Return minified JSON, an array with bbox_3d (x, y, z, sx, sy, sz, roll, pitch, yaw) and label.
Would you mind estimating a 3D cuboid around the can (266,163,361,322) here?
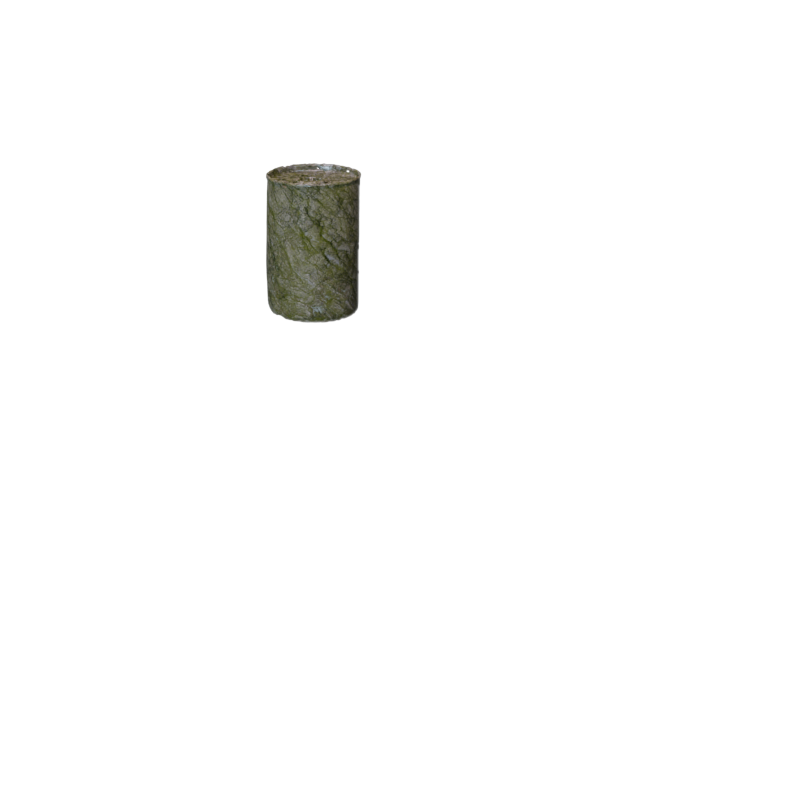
[{"bbox_3d":[-0.063,-0.115,0.804,0.068,0.098,0.071,0,19,-2],"label":"can"}]
